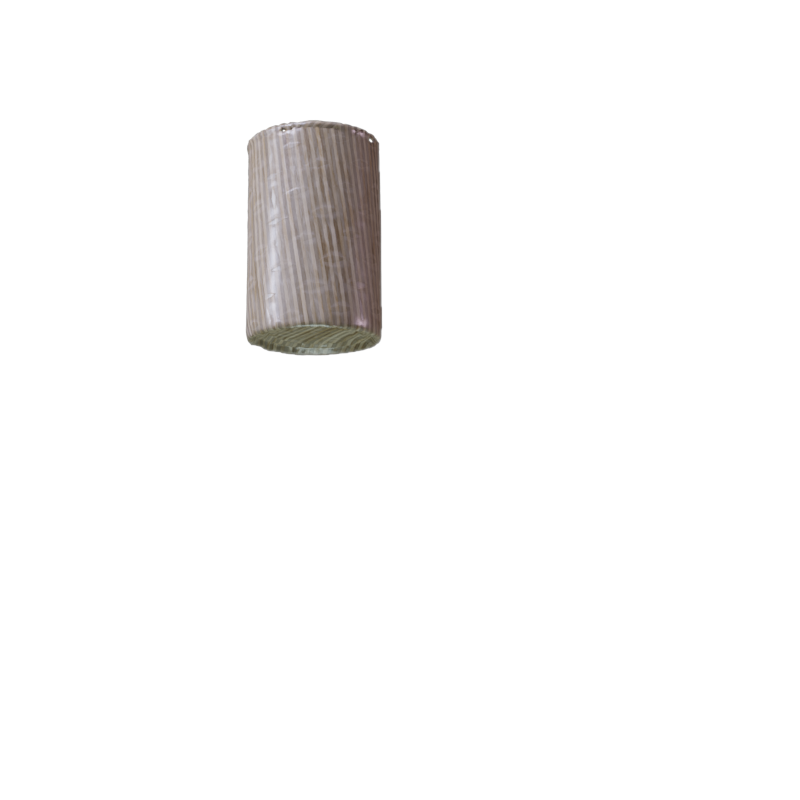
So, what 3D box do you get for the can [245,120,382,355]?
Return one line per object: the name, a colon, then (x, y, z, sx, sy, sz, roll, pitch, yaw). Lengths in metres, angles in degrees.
can: (-0.043, -0.079, 0.551, 0.068, 0.106, 0.066, 0, -15, -2)
